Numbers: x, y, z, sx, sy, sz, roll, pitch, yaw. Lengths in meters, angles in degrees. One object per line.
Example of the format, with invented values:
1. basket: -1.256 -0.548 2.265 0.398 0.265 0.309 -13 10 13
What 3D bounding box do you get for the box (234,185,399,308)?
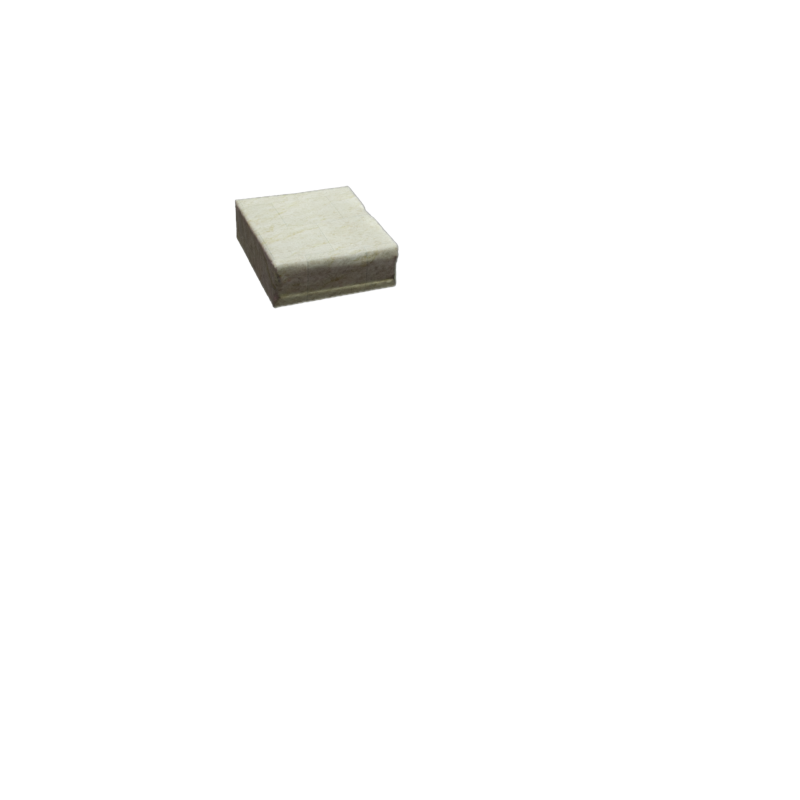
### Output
1. box: -0.050 -0.092 0.642 0.072 0.028 0.096 -10 34 -16
